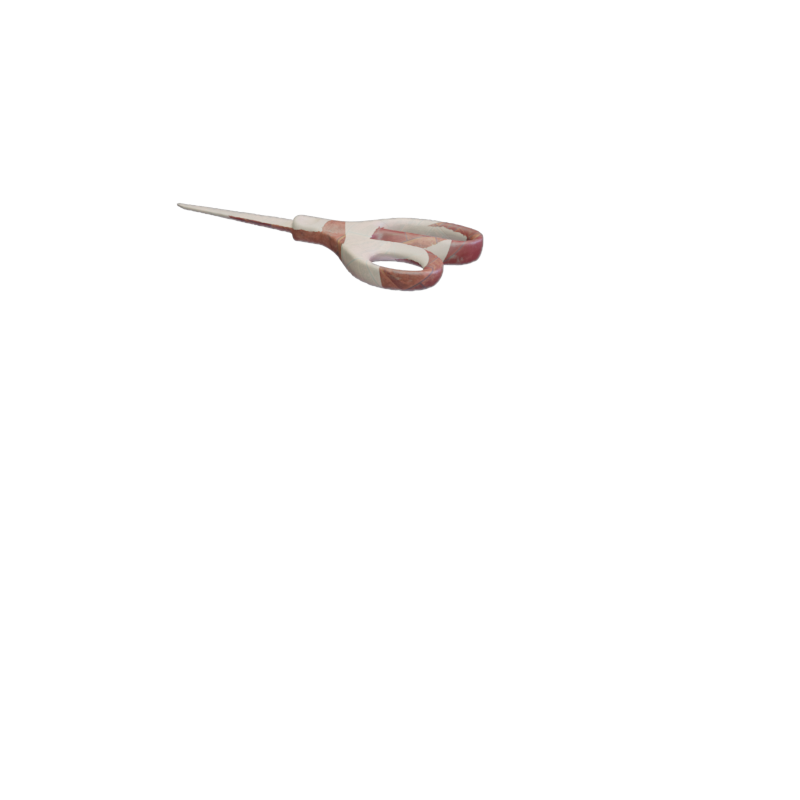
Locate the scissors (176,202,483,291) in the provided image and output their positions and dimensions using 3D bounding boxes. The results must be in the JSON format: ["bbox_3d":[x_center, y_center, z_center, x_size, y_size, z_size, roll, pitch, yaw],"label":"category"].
[{"bbox_3d":[-0.052,-0.096,0.670,0.205,0.015,0.100,5,28,10],"label":"scissors"}]
